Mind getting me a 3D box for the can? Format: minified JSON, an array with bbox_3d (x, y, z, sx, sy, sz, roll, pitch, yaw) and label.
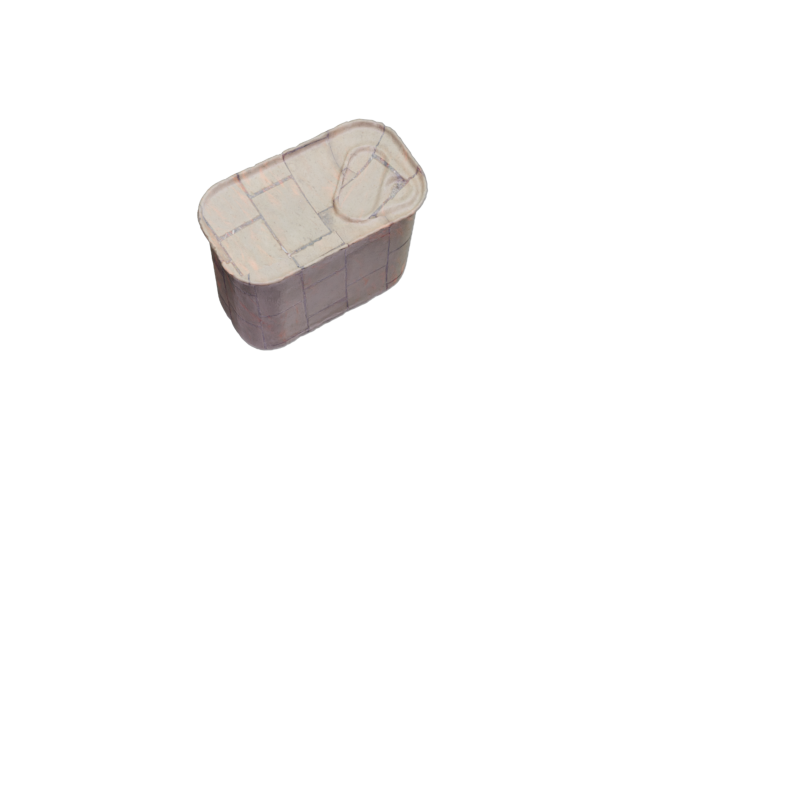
[{"bbox_3d":[-0.041,-0.076,0.531,0.102,0.061,0.079,-28,-19,-14],"label":"can"}]
